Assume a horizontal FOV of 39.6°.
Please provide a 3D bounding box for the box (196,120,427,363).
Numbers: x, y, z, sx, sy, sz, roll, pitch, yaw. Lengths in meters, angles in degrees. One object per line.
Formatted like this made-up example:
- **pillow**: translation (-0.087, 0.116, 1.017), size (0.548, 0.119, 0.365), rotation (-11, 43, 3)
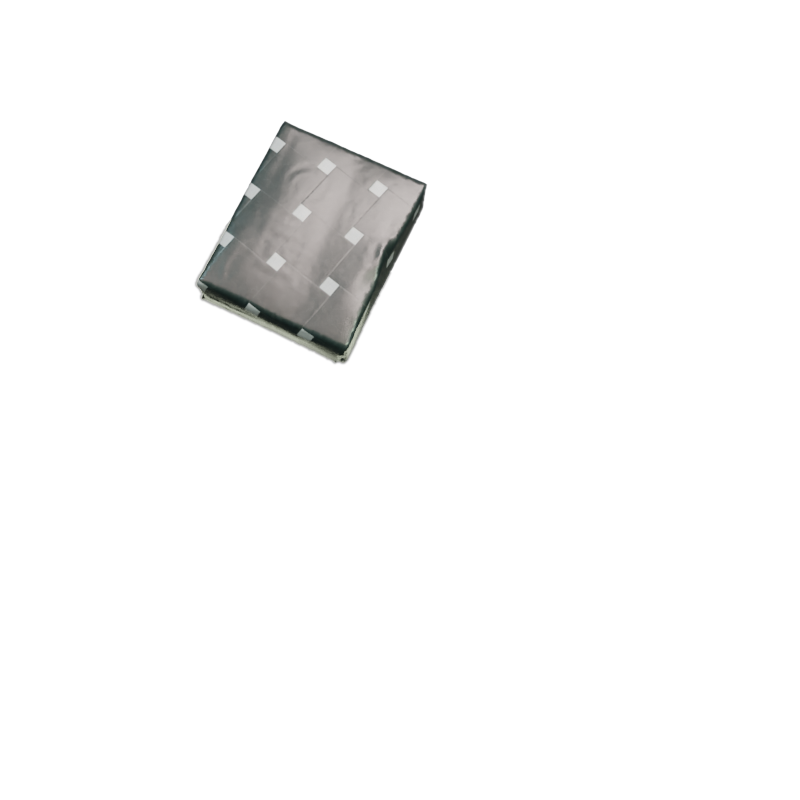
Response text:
- **box**: translation (-0.039, -0.071, 0.498), size (0.074, 0.092, 0.029), rotation (24, -18, 8)
